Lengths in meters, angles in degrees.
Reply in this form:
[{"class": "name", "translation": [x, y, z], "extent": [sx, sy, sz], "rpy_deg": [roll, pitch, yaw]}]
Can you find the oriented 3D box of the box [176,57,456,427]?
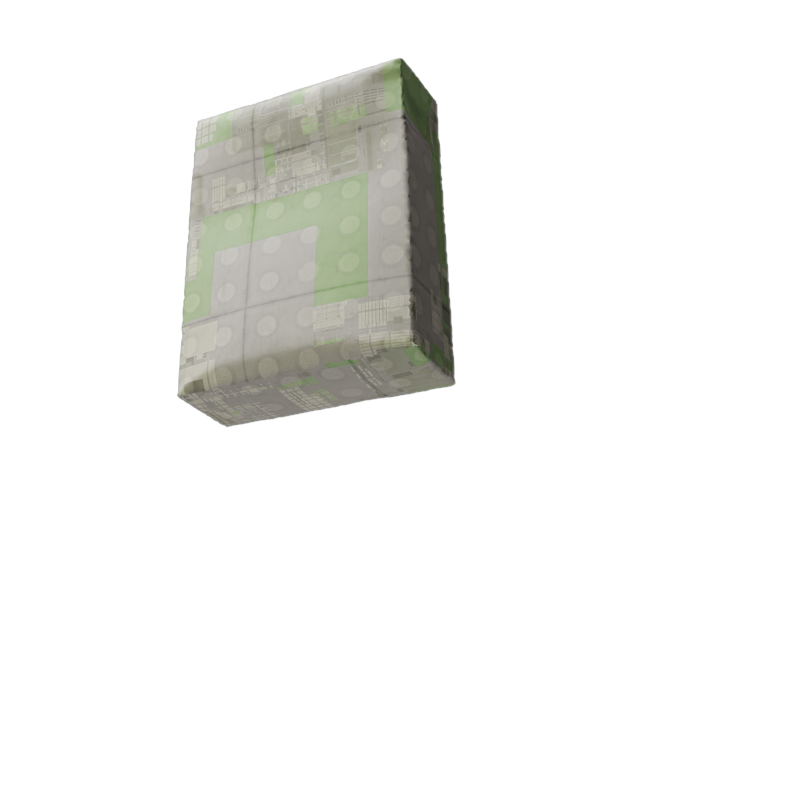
[{"class": "box", "translation": [-0.057, -0.104, 0.728], "extent": [0.167, 0.227, 0.067], "rpy_deg": [-12, -29, 22]}]
